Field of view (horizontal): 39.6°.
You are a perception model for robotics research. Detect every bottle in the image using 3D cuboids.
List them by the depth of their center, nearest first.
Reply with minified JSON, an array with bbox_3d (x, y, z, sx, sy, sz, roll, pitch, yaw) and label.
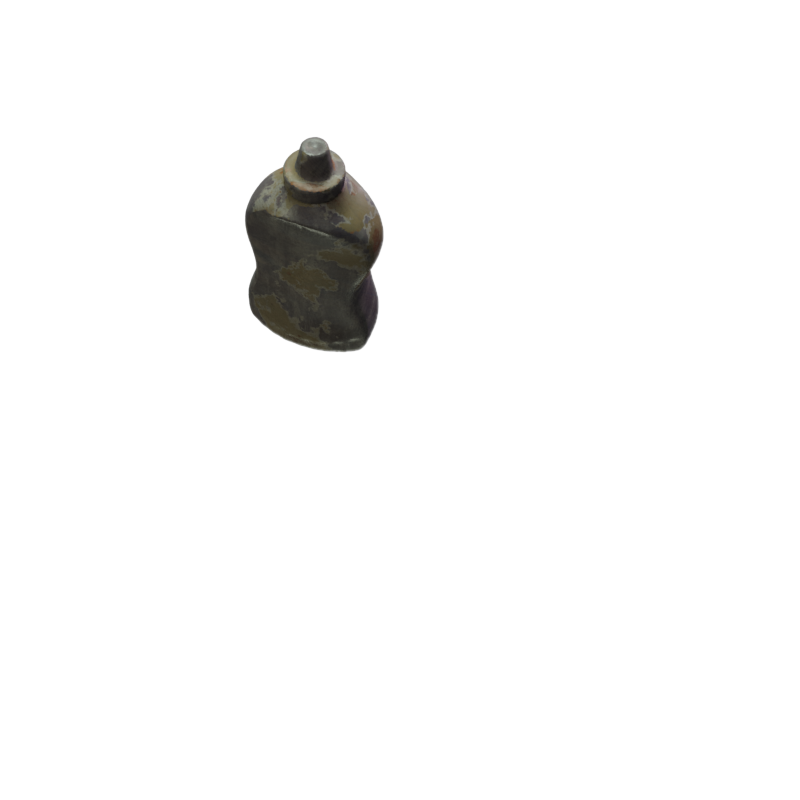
[{"bbox_3d":[-0.060,-0.111,0.774,0.099,0.061,0.179,21,-32,11],"label":"bottle"}]
